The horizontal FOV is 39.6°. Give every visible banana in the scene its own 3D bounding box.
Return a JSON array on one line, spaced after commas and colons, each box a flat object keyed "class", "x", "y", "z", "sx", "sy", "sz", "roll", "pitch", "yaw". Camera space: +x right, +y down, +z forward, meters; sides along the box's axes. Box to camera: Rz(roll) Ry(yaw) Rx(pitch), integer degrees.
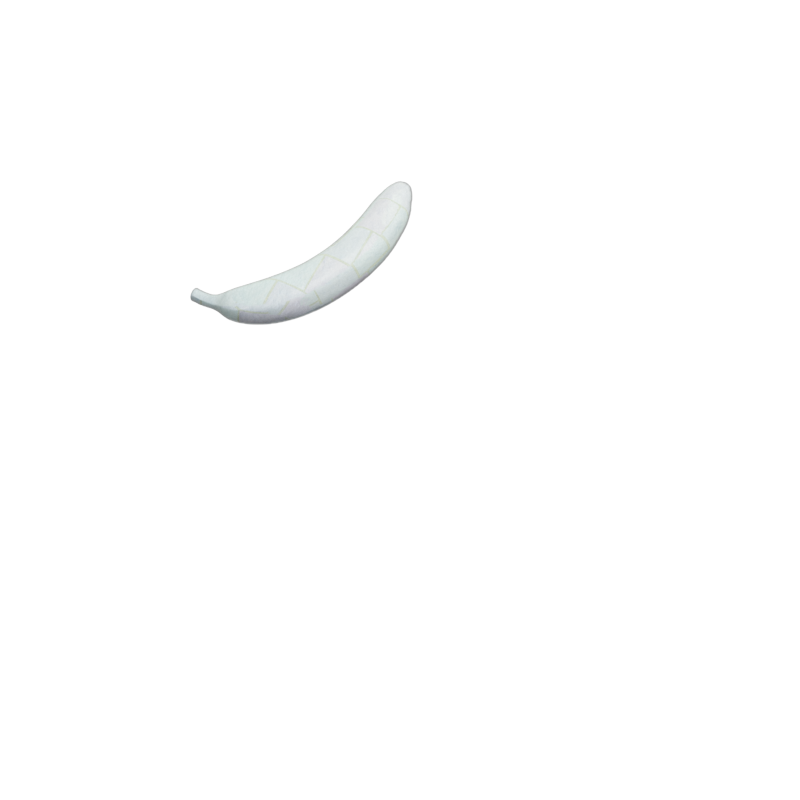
[{"class": "banana", "x": -0.060, "y": -0.106, "z": 0.849, "sx": 0.197, "sy": 0.074, "sz": 0.034, "roll": -29, "pitch": -26, "yaw": -16}]
